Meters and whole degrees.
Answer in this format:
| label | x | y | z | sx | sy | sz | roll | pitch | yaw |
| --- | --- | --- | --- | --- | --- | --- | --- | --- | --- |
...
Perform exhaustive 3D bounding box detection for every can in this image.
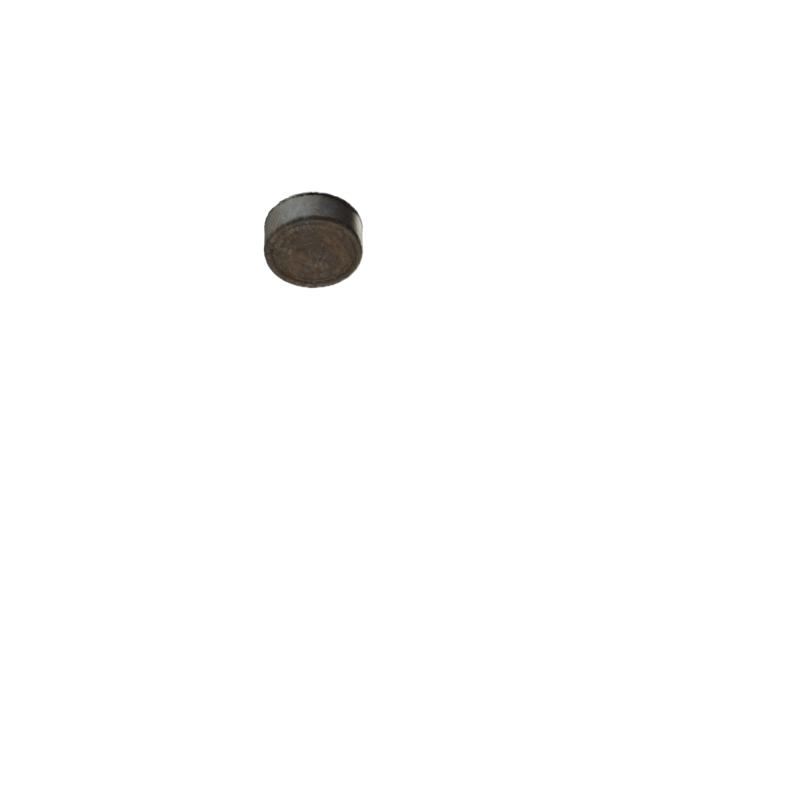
| label | x | y | z | sx | sy | sz | roll | pitch | yaw |
| --- | --- | --- | --- | --- | --- | --- | --- | --- | --- |
| can | -0.074 | -0.136 | 0.949 | 0.086 | 0.036 | 0.080 | 1 | -42 | -1 |
